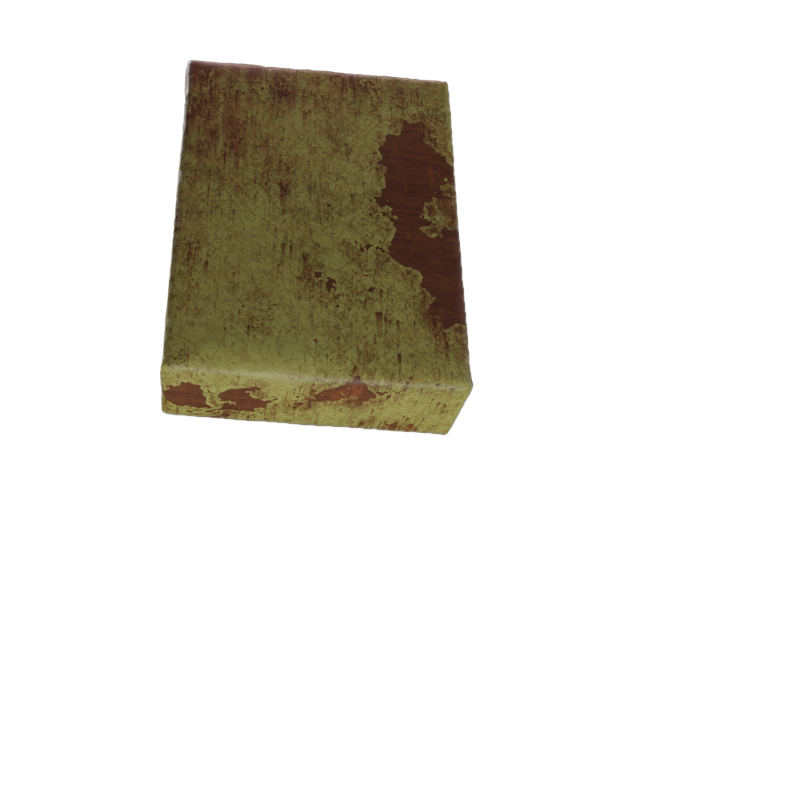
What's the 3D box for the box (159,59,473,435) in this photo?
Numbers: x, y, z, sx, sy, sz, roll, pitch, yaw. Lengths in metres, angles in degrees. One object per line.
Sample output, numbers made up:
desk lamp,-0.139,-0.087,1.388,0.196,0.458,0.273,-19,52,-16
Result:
box,-0.051,-0.093,0.649,0.162,0.228,0.068,3,-32,-7
